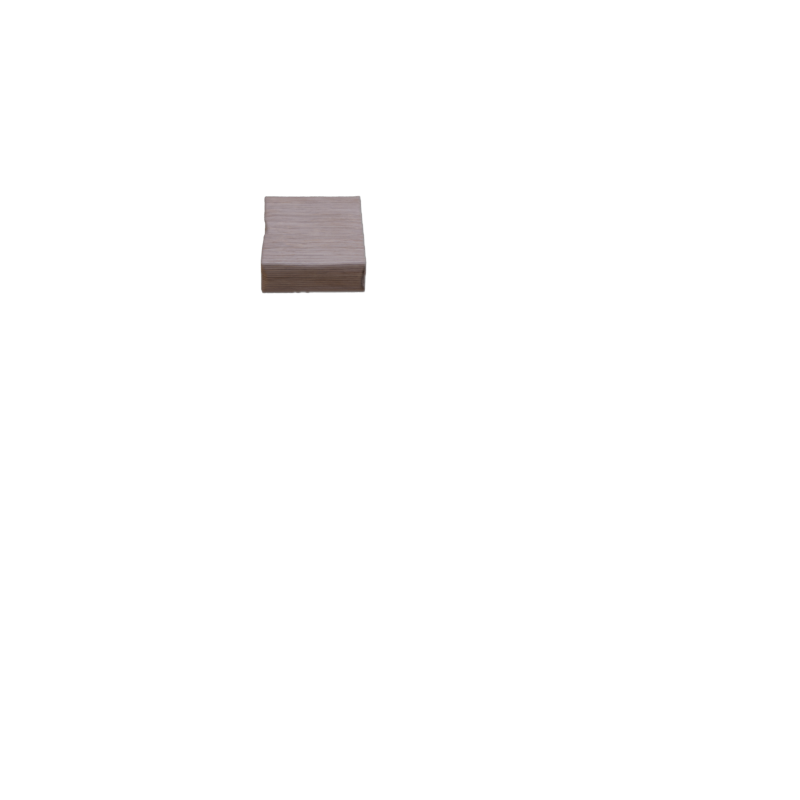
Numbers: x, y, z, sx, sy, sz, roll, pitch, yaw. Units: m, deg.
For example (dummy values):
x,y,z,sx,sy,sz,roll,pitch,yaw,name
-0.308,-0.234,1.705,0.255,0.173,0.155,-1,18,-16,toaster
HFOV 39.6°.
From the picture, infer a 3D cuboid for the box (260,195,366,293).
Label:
x,y,z,sx,sy,sz,roll,pitch,yaw,name
-0.063,-0.114,0.800,0.073,0.028,0.096,-1,40,-2,box
